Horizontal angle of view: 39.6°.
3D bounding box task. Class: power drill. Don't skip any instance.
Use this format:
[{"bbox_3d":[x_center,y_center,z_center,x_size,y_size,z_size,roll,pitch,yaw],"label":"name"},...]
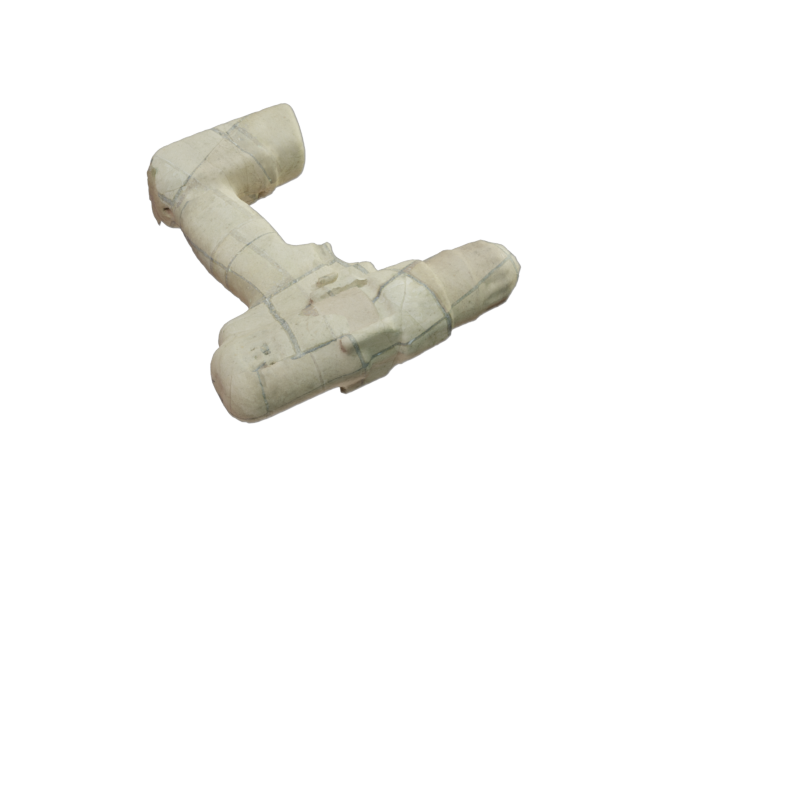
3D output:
[{"bbox_3d":[-0.050,-0.091,0.641,0.183,0.202,0.053,-24,-36,-19],"label":"power drill"}]
